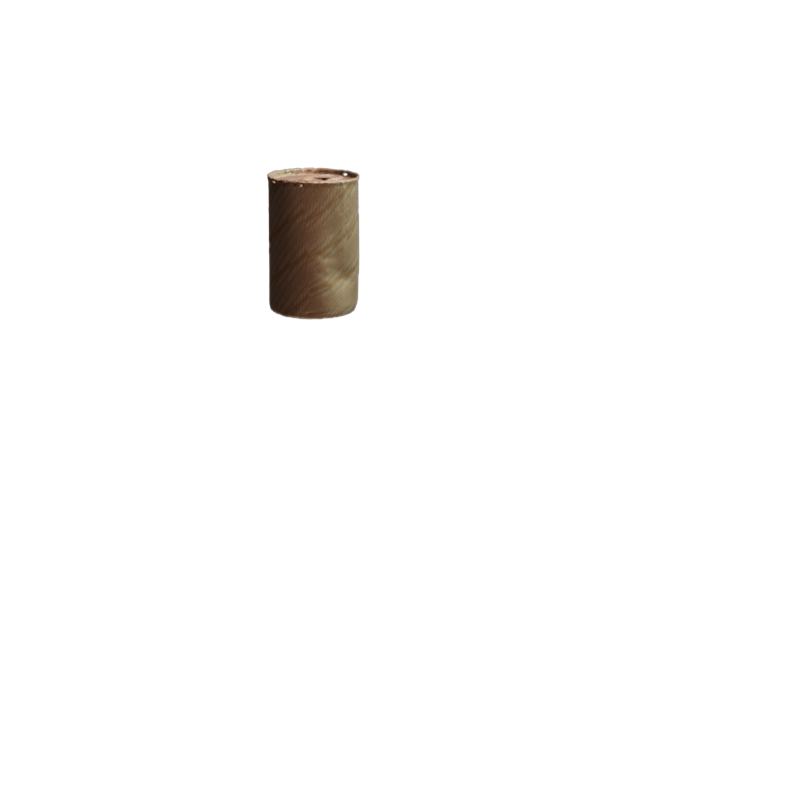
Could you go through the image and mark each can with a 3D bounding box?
[{"bbox_3d":[-0.065,-0.118,0.824,0.068,0.099,0.071,0,15,-2],"label":"can"}]
